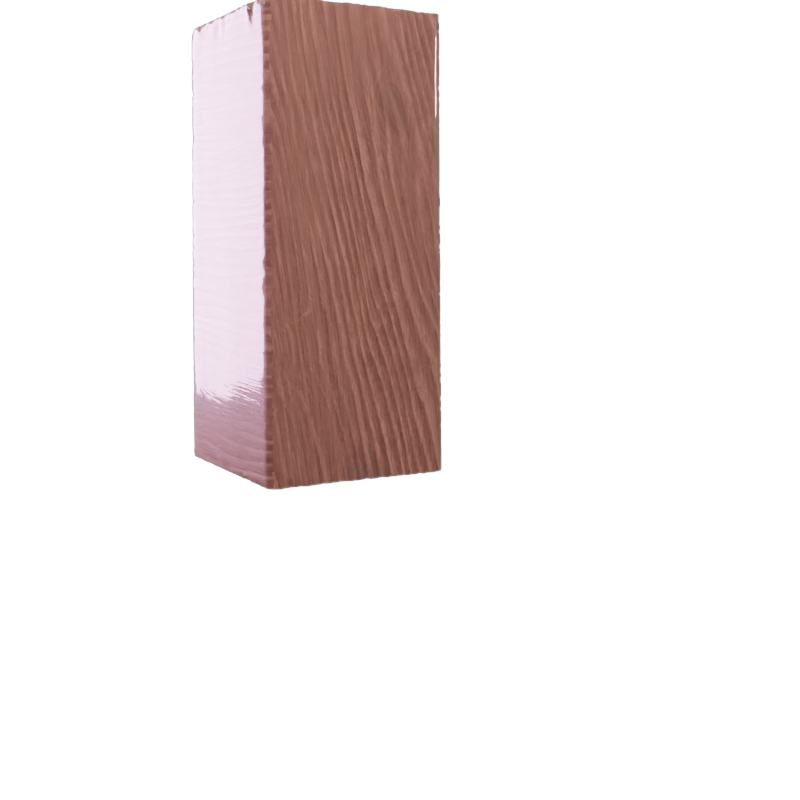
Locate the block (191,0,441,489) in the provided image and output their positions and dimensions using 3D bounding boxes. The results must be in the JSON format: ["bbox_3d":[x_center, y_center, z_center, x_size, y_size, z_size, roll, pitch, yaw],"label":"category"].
[{"bbox_3d":[-0.041,-0.074,0.518,0.087,0.206,0.094,-1,2,-30],"label":"block"}]
